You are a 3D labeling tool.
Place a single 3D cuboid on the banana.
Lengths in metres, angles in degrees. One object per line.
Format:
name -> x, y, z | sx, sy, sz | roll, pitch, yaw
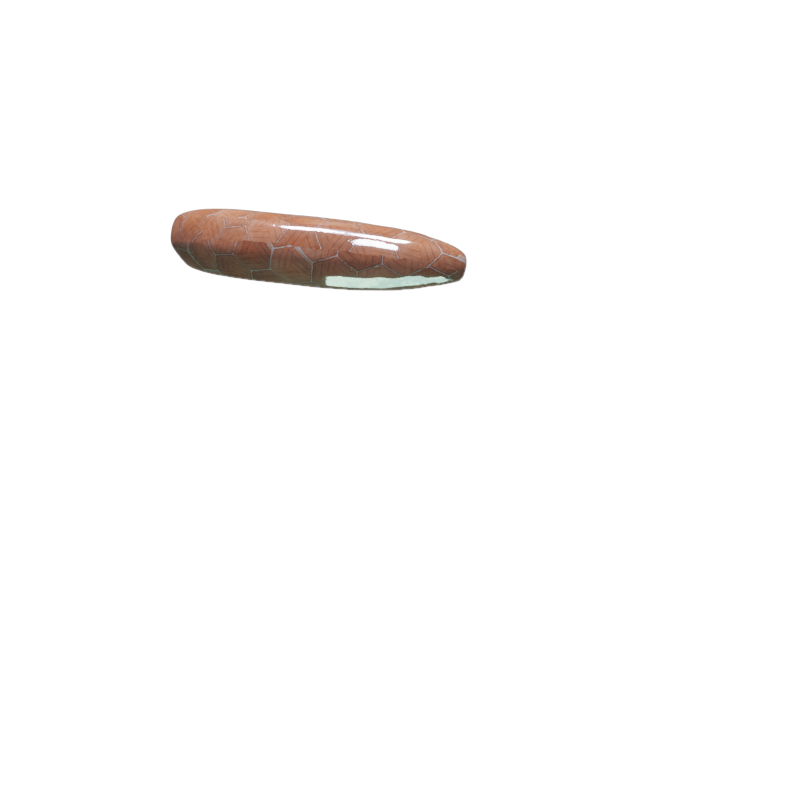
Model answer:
banana -> -0.062, -0.084, 0.600 | 0.208, 0.036, 0.068 | 13, 19, 38
